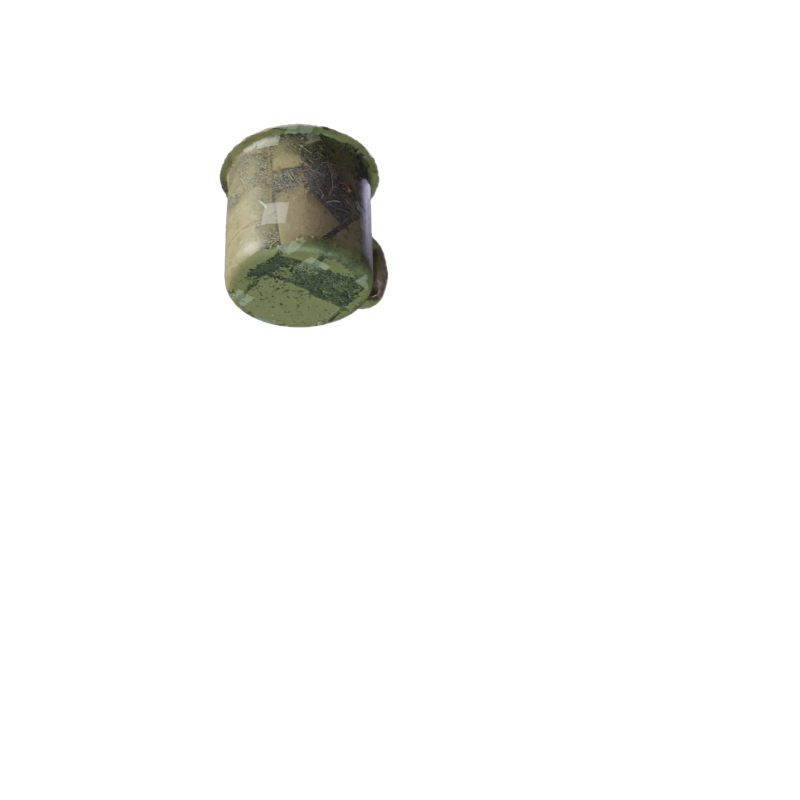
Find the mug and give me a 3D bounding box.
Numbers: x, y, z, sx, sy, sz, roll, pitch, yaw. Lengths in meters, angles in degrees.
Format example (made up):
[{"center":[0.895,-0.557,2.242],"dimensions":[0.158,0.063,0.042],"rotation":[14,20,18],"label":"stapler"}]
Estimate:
[{"center":[-0.049,-0.090,0.632],"dimensions":[0.093,0.087,0.109],"rotation":[-26,-40,32],"label":"mug"}]
